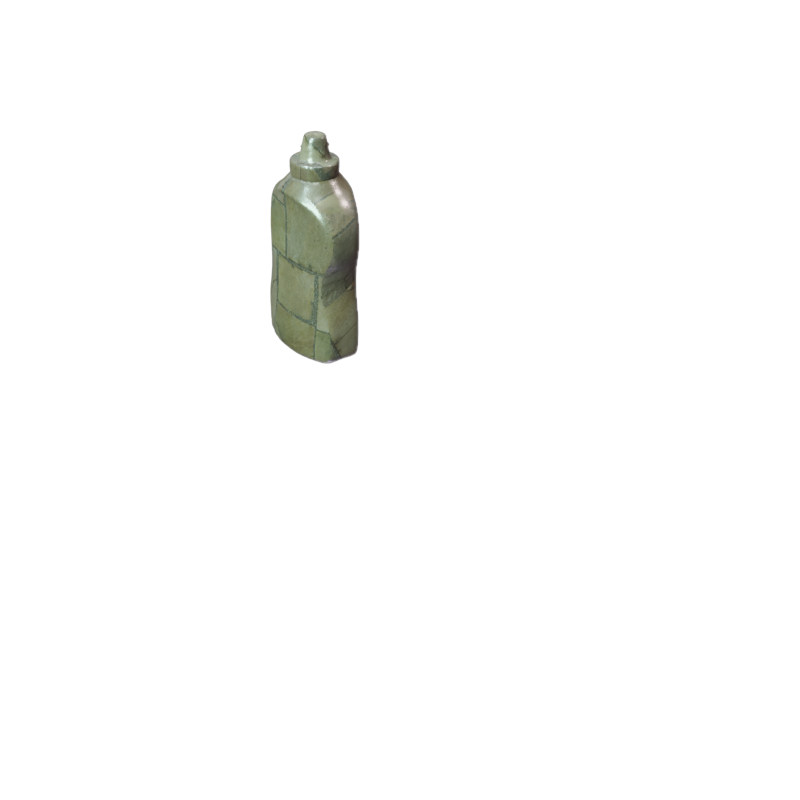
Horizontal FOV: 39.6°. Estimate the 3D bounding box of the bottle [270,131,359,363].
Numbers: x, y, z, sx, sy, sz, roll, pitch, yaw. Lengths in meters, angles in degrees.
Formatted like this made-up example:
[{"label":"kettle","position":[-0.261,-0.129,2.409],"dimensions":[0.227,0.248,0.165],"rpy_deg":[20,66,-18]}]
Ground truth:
[{"label":"bottle","position":[-0.073,-0.133,0.933],"dimensions":[0.057,0.181,0.103],"rpy_deg":[-16,33,-30]}]
